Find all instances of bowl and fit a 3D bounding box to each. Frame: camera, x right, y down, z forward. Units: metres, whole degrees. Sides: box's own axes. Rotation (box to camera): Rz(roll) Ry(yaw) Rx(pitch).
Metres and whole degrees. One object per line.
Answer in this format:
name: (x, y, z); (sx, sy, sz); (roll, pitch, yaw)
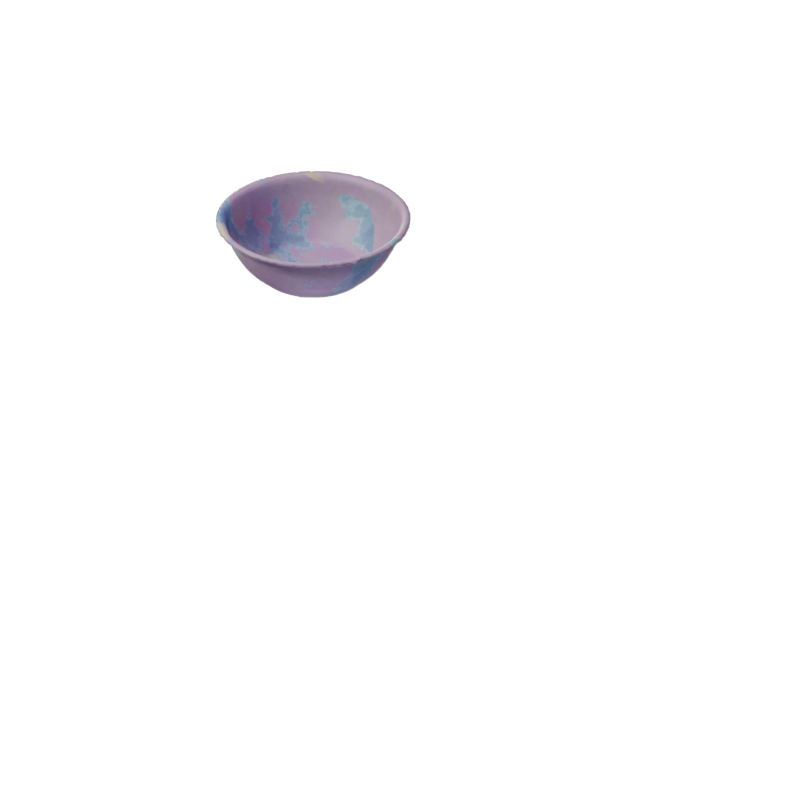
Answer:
bowl: (-0.073, -0.133, 0.931); (0.162, 0.052, 0.173); (-1, 36, -2)
